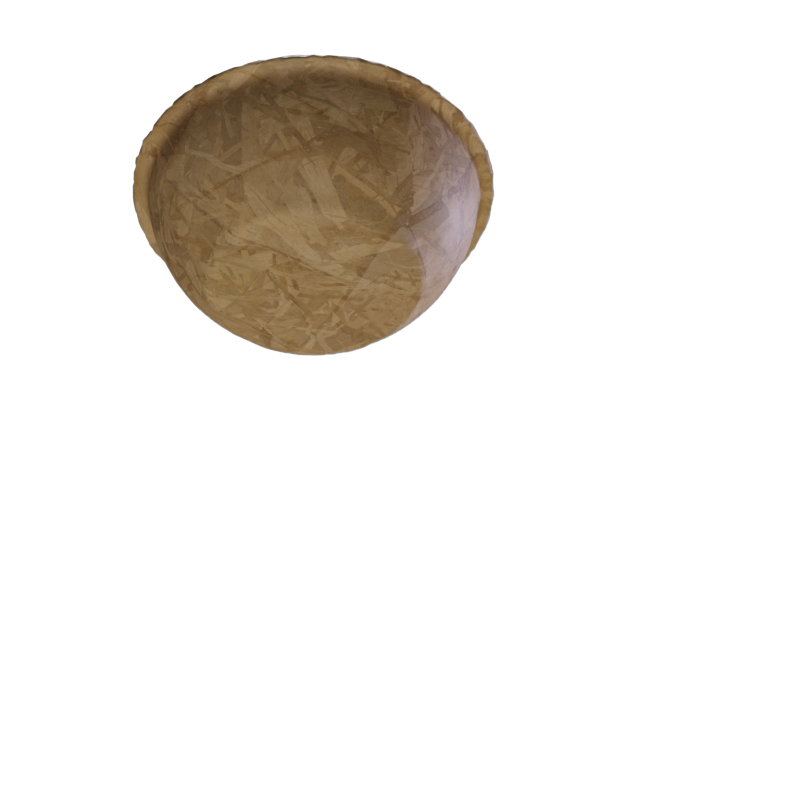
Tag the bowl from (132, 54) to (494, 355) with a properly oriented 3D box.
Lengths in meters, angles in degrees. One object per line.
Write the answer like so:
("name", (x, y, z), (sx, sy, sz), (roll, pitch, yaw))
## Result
("bowl", (-0.038, -0.069, 0.481), (0.162, 0.059, 0.151), (1, -40, -1))
